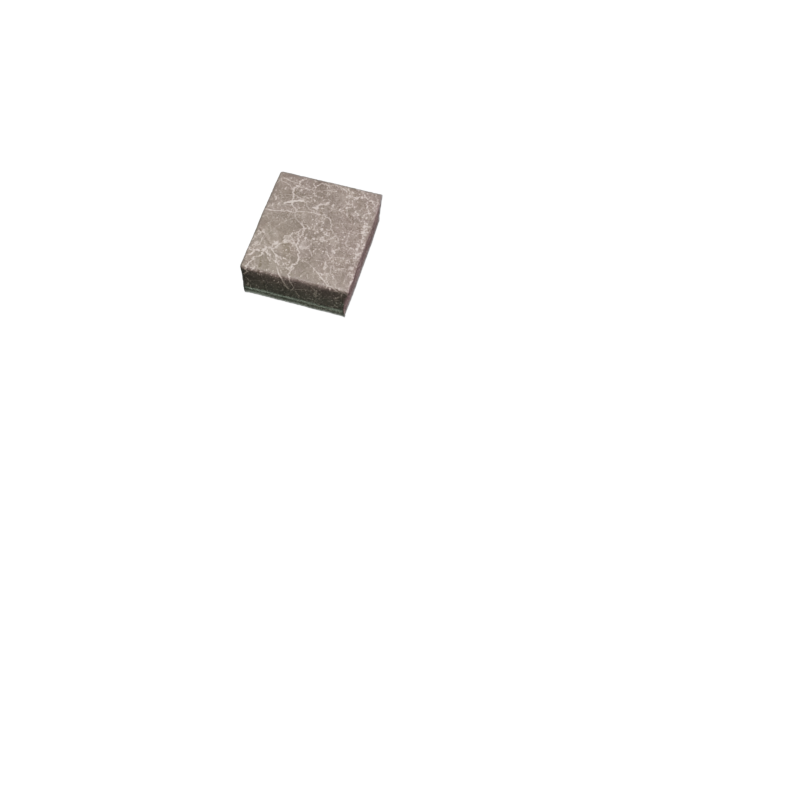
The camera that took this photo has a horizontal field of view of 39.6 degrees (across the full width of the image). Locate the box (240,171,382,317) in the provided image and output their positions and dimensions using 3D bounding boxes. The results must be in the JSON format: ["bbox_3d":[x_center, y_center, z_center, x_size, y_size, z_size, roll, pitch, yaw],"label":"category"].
[{"bbox_3d":[-0.071,-0.130,0.909,0.091,0.119,0.036,12,-35,8],"label":"box"}]
